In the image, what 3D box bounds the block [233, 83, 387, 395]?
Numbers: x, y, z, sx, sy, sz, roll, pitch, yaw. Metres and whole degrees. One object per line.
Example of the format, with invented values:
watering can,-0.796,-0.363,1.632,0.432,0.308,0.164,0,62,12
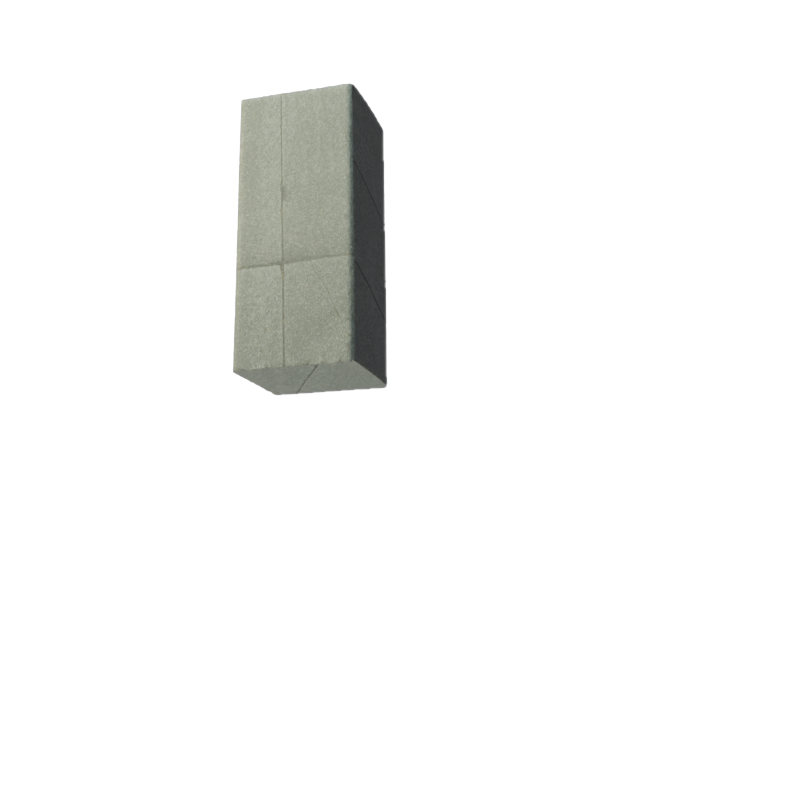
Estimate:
block,-0.063,-0.116,0.816,0.092,0.215,0.085,-6,-18,15
